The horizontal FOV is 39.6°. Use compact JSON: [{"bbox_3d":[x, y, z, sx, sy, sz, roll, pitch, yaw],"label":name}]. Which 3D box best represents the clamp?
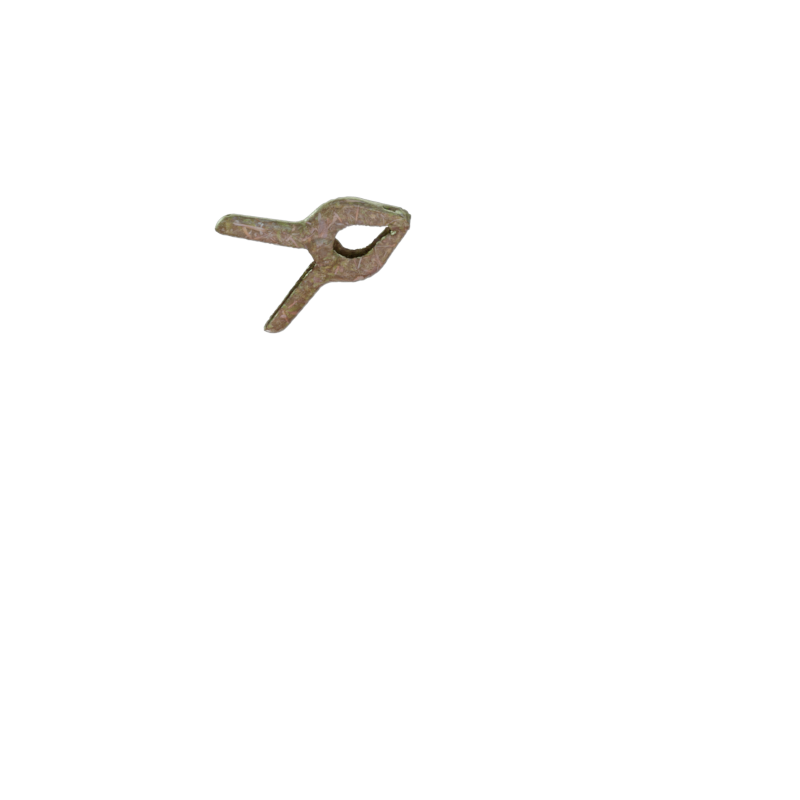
[{"bbox_3d":[-0.077,-0.141,0.987,0.171,0.113,0.042,-28,25,14],"label":"clamp"}]
